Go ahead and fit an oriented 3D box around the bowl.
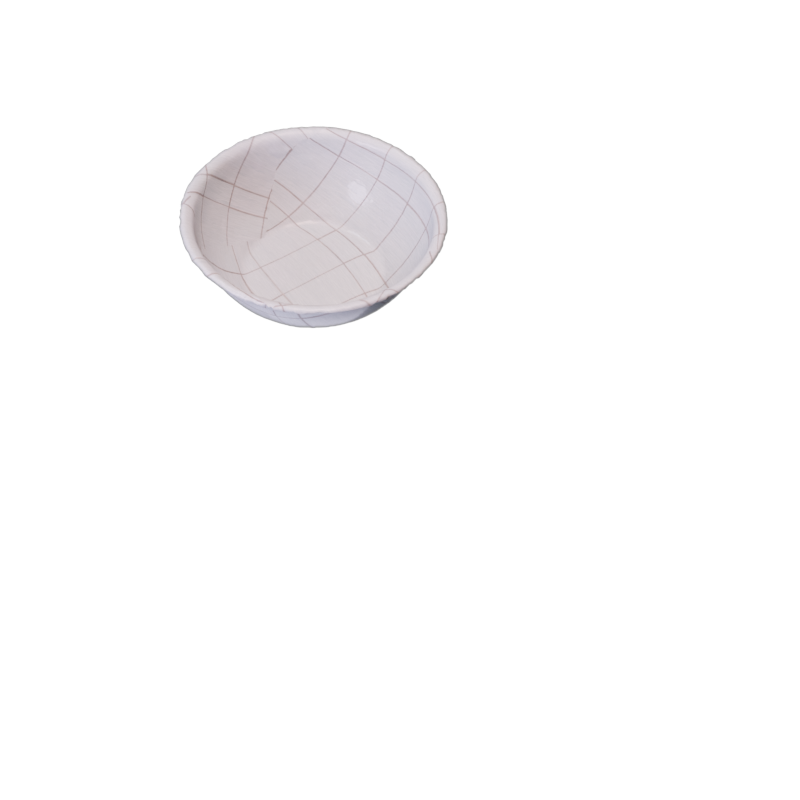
[{"bbox_3d":[-0.054,-0.098,0.684,0.162,0.174,0.051,-1,-41,-1],"label":"bowl"}]
